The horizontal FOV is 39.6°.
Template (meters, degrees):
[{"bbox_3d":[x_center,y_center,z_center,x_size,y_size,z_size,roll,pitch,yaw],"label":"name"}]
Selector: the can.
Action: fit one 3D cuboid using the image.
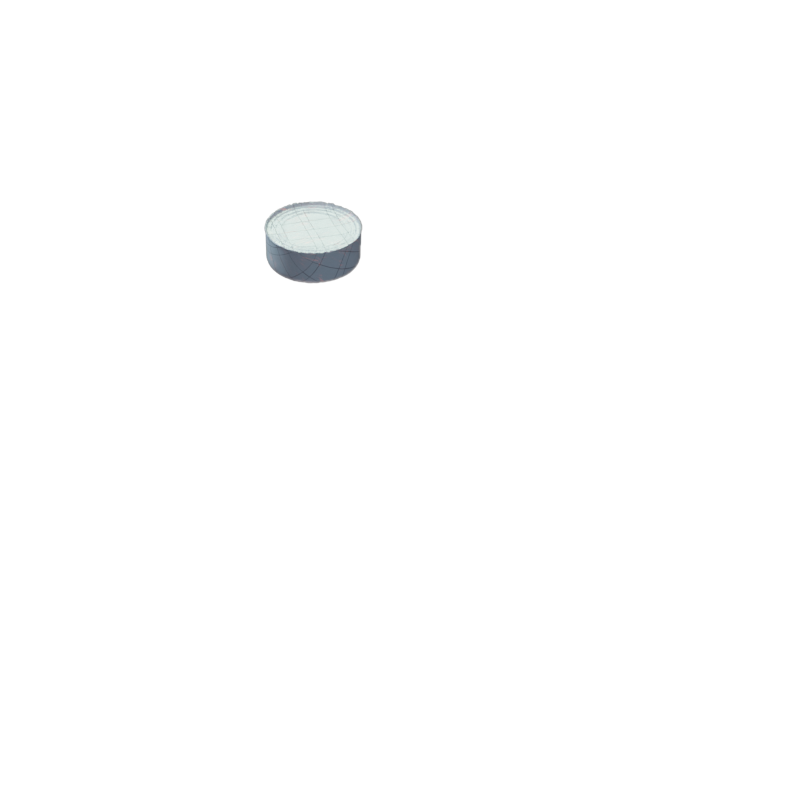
[{"bbox_3d":[-0.077,-0.140,0.980,0.086,0.031,0.092,-1,38,-2],"label":"can"}]
